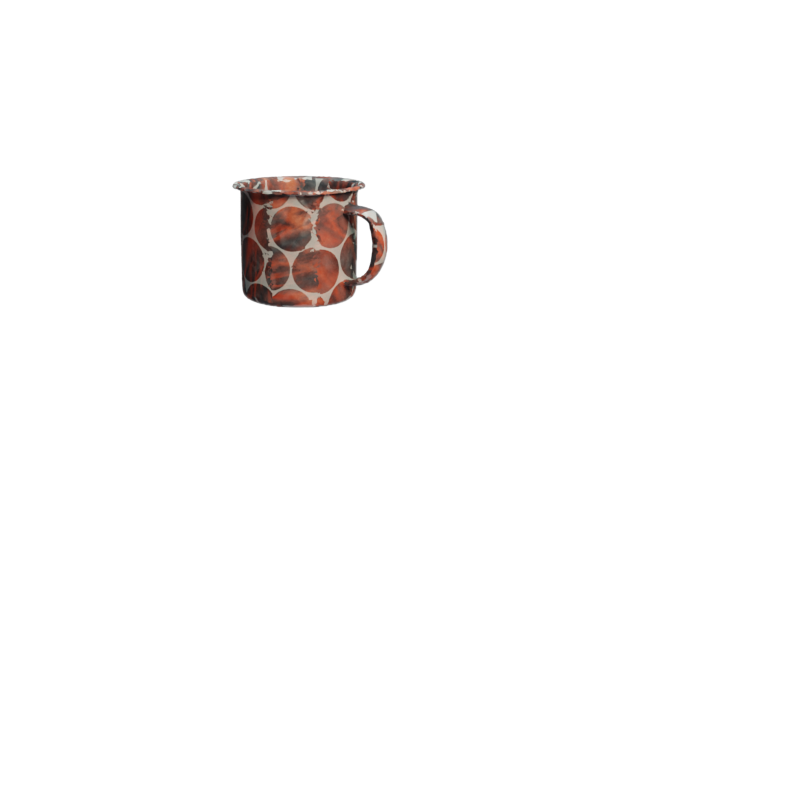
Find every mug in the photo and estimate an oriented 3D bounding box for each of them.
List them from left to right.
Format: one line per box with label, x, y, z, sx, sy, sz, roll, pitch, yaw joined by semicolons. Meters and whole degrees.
mug;-0.061;-0.111;0.775;0.122;0.079;0.092;9;17;29
